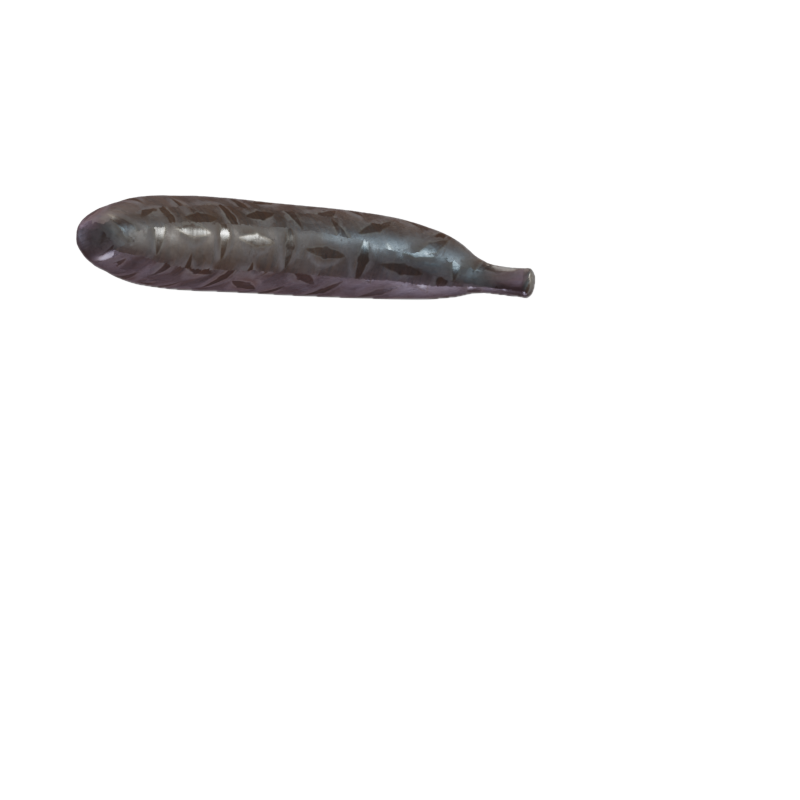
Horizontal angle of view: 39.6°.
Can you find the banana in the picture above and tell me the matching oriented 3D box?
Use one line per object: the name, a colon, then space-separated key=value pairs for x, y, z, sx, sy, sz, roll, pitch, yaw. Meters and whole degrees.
banana: x=-0.041 y=-0.060 z=0.432 sx=0.190 sy=0.037 sz=0.072 roll=-1 pitch=0 yaw=-35
